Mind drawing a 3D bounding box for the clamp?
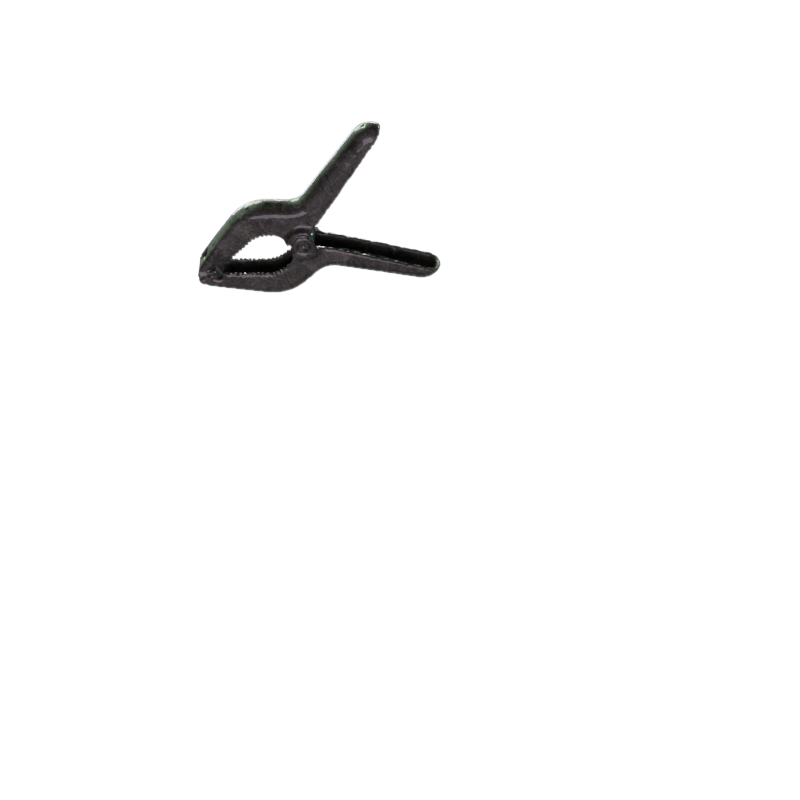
[{"bbox_3d":[-0.077,-0.140,0.978,0.211,0.153,0.039,-23,34,17],"label":"clamp"}]
